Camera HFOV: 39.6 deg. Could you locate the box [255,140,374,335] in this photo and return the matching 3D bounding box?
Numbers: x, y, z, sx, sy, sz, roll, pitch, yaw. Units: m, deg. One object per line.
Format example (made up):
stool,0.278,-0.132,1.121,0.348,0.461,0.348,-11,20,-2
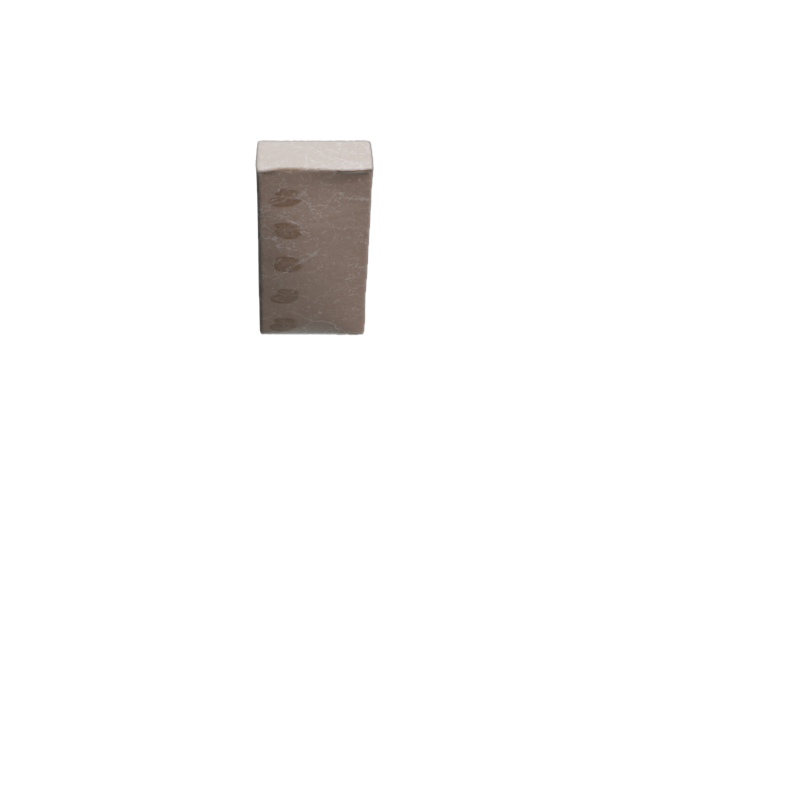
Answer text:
box,-0.072,-0.130,0.915,0.093,0.164,0.052,0,45,-3
